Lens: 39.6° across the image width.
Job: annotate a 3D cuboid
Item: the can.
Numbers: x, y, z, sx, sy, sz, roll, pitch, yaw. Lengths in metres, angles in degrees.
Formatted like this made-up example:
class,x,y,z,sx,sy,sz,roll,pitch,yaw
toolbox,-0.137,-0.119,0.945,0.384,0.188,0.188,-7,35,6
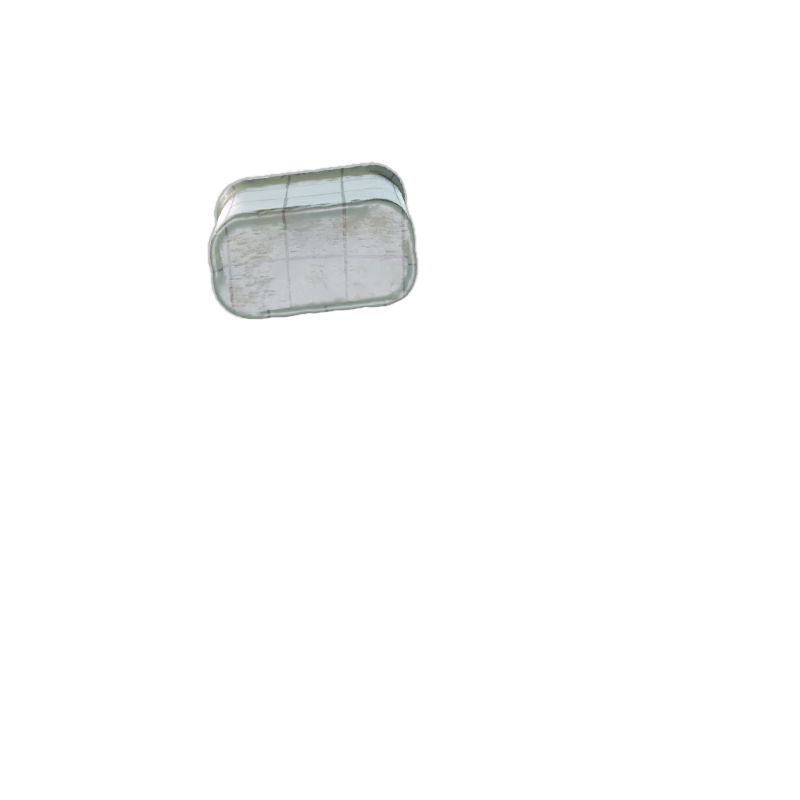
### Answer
class,x,y,z,sx,sy,sz,roll,pitch,yaw
can,-0.043,-0.079,0.553,0.102,0.055,0.087,-7,19,0
